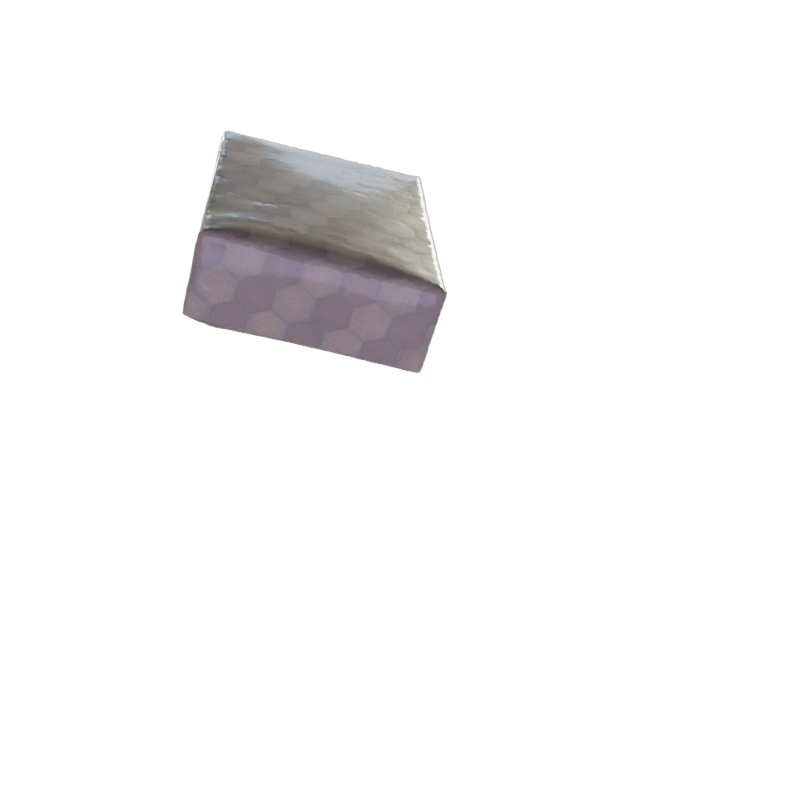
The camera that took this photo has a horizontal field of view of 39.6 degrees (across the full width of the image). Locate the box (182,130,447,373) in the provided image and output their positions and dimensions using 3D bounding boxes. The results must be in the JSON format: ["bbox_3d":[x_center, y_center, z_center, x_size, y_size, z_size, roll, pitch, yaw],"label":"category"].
[{"bbox_3d":[-0.063,-0.114,0.800,0.162,0.069,0.226,12,27,-9],"label":"box"}]
